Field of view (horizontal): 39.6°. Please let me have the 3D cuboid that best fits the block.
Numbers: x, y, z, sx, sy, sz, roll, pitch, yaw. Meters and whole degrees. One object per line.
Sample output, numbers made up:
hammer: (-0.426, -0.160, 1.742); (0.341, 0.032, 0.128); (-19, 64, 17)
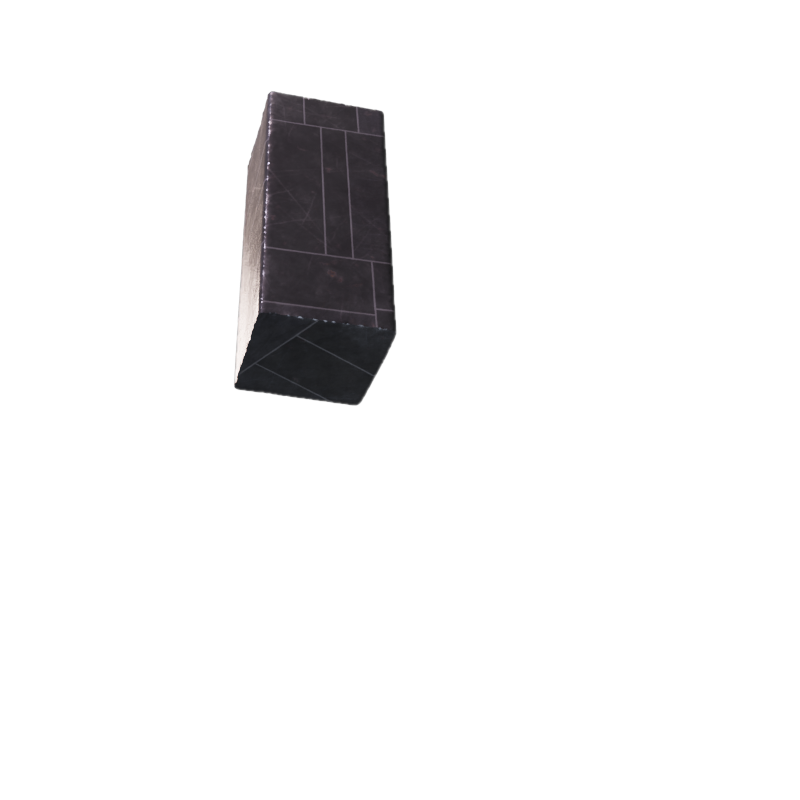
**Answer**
block: (-0.061, -0.111, 0.783); (0.089, 0.221, 0.086); (8, -39, -14)
